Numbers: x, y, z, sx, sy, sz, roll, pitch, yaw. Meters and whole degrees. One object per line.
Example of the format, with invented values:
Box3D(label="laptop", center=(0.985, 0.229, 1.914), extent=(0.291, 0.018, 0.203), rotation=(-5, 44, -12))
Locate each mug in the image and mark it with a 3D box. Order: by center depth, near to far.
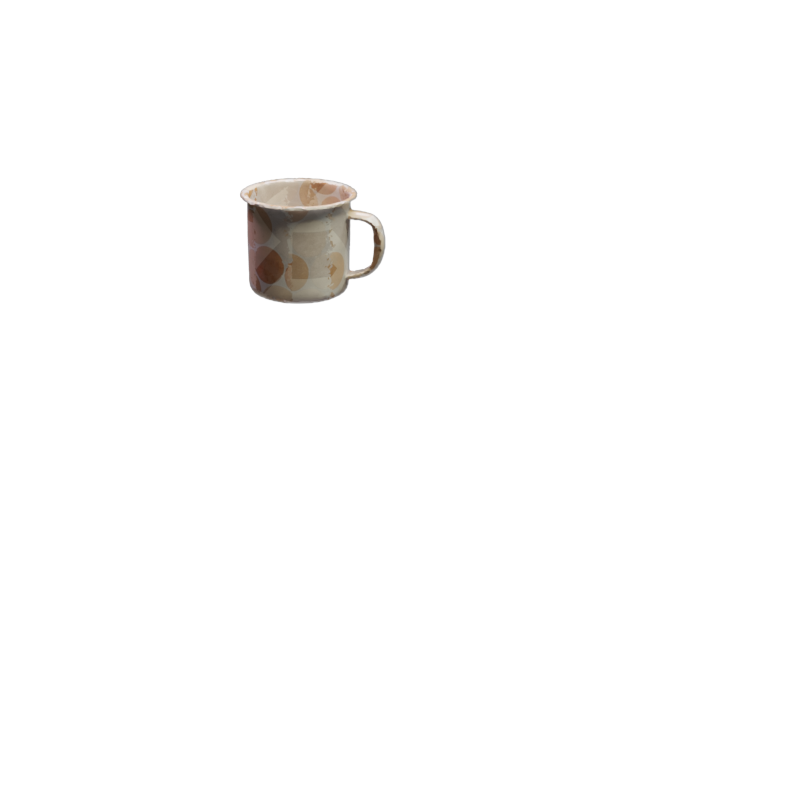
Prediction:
Box3D(label="mug", center=(-0.069, -0.127, 0.887), extent=(0.119, 0.078, 0.096), rotation=(5, 22, 11))
